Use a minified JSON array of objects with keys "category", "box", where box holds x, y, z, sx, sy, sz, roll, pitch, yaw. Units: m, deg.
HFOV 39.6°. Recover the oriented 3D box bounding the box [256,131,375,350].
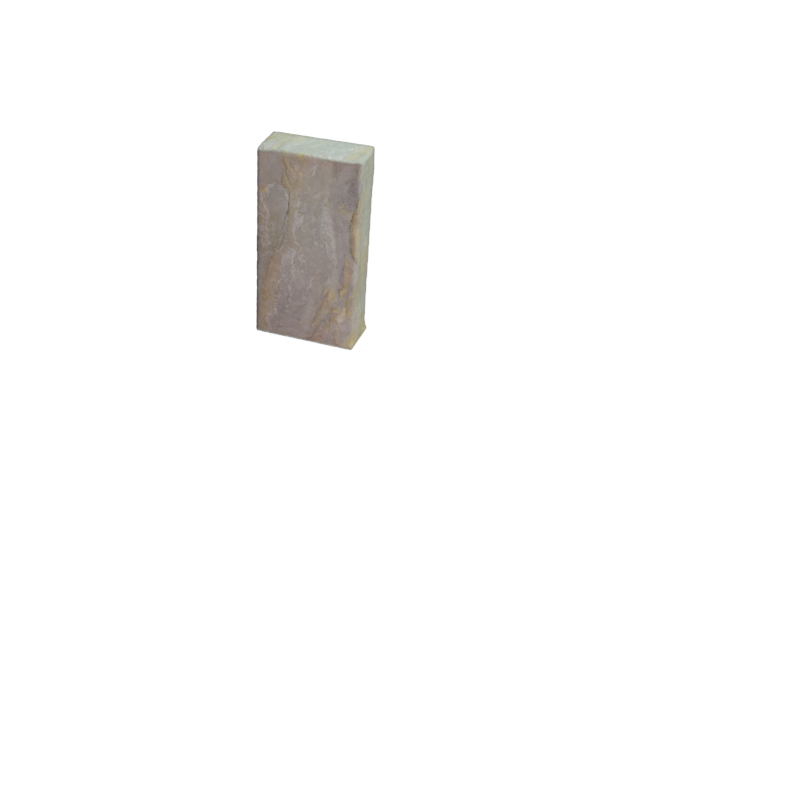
[{"category":"box","box":[-0.074,-0.135,0.943,0.096,0.166,0.050,12,32,15]}]
